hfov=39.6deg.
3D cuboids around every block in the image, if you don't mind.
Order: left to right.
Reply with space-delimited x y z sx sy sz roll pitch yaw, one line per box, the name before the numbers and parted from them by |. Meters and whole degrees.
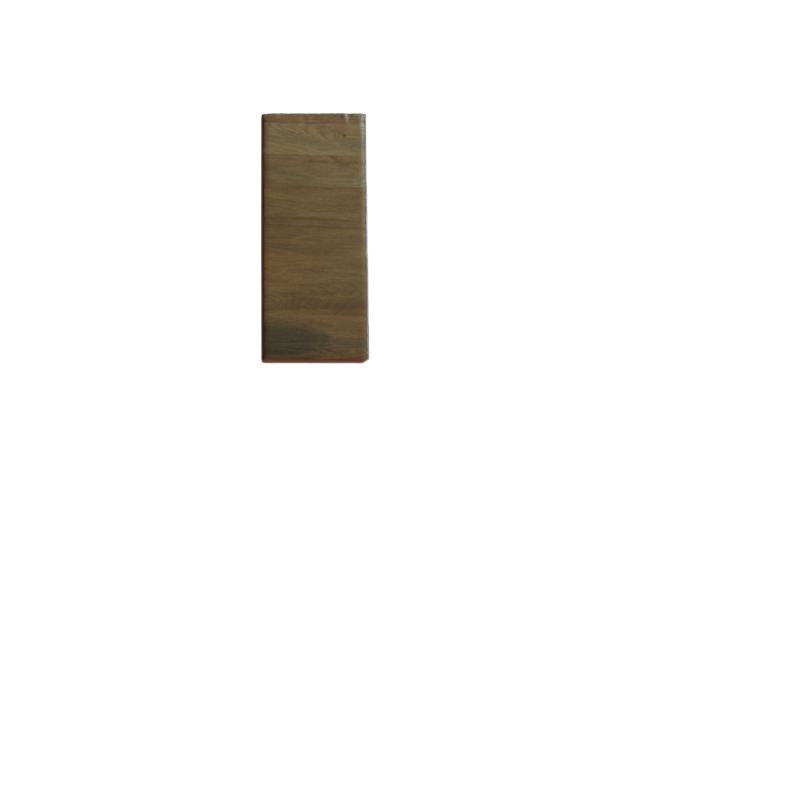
block | -0.075 -0.137 0.957 0.090 0.210 0.089 0 -7 -4
